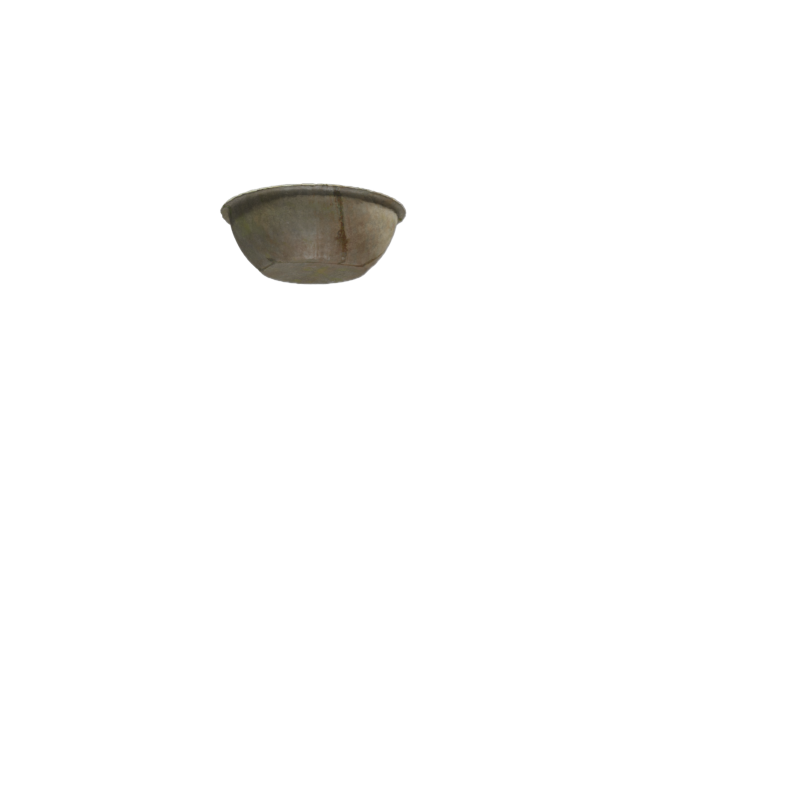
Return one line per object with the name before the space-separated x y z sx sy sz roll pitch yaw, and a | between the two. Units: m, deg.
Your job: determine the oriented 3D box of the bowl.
bowl | -0.075 -0.137 0.957 0.162 0.057 0.158 0 -9 -2
